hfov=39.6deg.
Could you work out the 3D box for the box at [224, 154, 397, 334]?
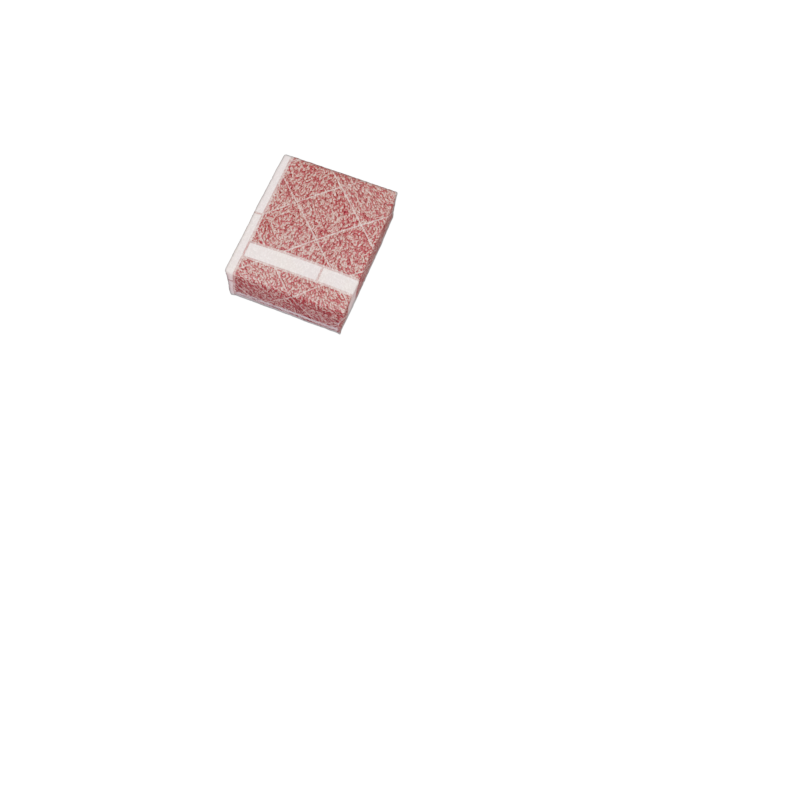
[{"bbox_3d":[-0.063,-0.114,0.797,0.092,0.118,0.037,18,-27,9],"label":"box"}]
